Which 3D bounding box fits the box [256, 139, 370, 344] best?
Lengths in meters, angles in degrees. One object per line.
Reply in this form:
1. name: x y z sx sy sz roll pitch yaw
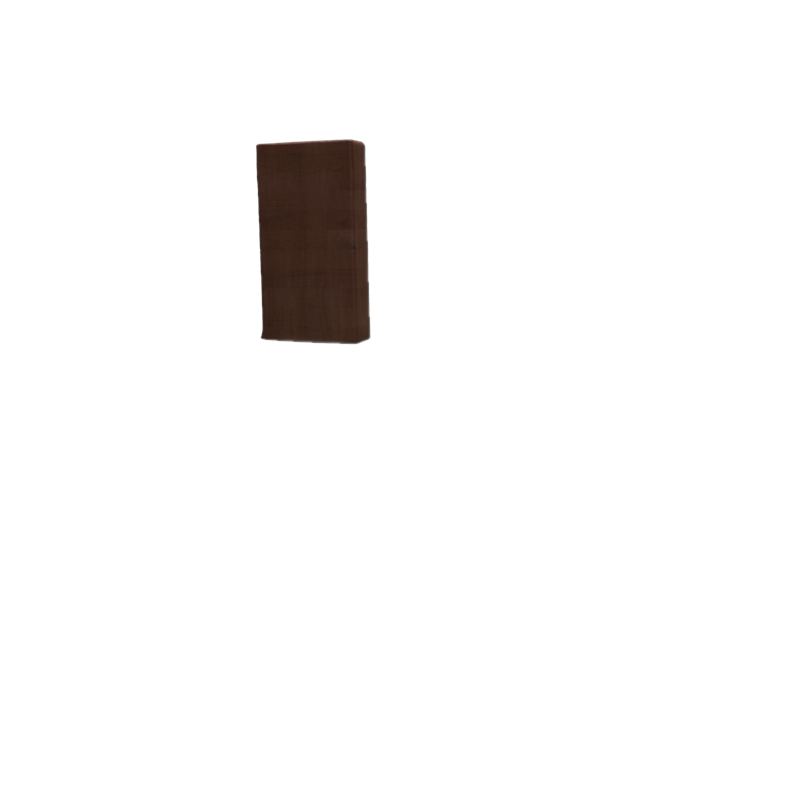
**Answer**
1. box: -0.076 -0.140 0.979 0.096 0.176 0.047 1 1 21
